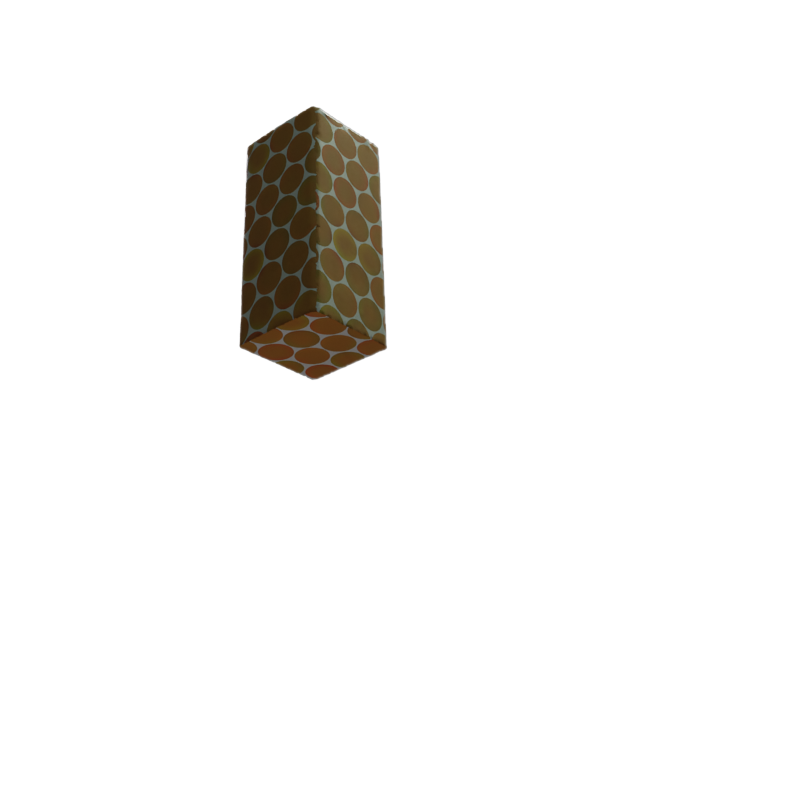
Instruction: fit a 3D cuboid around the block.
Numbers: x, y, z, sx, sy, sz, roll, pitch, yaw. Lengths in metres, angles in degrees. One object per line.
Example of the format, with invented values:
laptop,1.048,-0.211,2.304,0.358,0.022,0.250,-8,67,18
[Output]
block,-0.075,-0.138,0.962,0.090,0.220,0.085,-26,-38,35
